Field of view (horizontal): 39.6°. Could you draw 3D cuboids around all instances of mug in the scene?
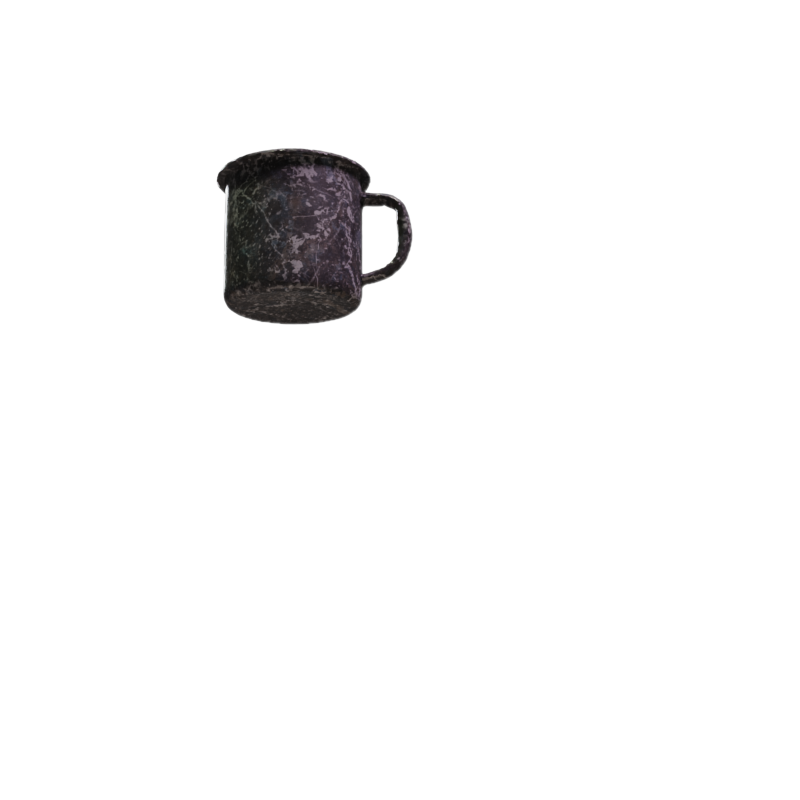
[{"bbox_3d":[-0.051,-0.094,0.657,0.118,0.085,0.089,-2,-16,4],"label":"mug"}]
